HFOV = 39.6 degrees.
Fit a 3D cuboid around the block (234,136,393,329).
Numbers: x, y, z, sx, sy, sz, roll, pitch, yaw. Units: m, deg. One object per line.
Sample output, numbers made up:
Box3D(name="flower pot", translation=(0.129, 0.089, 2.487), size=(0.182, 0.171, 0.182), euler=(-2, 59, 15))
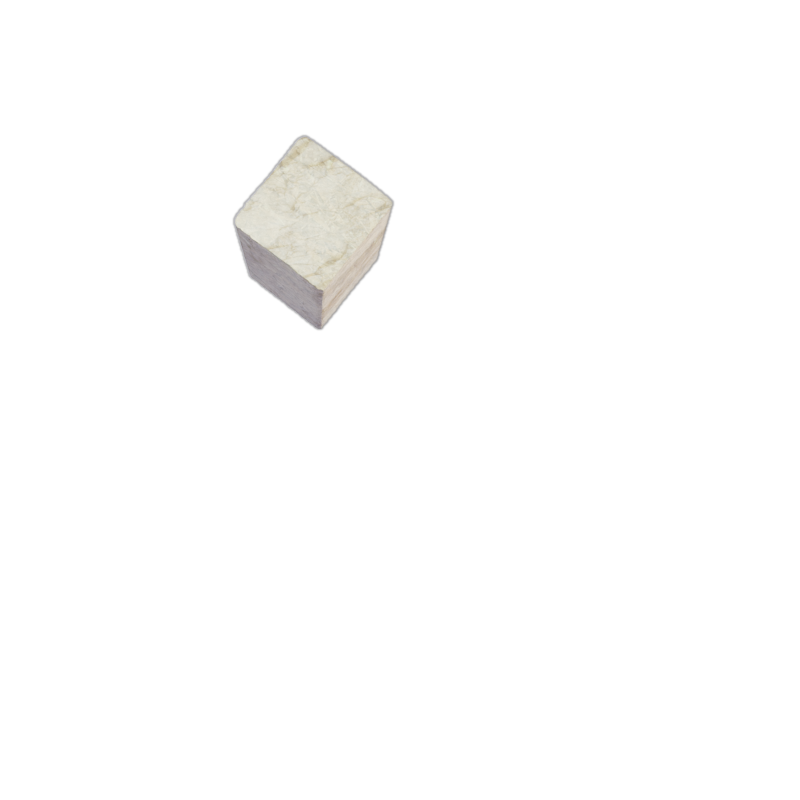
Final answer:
Box3D(name="block", translation=(-0.073, -0.134, 0.932), size=(0.091, 0.091, 0.202), euler=(38, -7, 1))
